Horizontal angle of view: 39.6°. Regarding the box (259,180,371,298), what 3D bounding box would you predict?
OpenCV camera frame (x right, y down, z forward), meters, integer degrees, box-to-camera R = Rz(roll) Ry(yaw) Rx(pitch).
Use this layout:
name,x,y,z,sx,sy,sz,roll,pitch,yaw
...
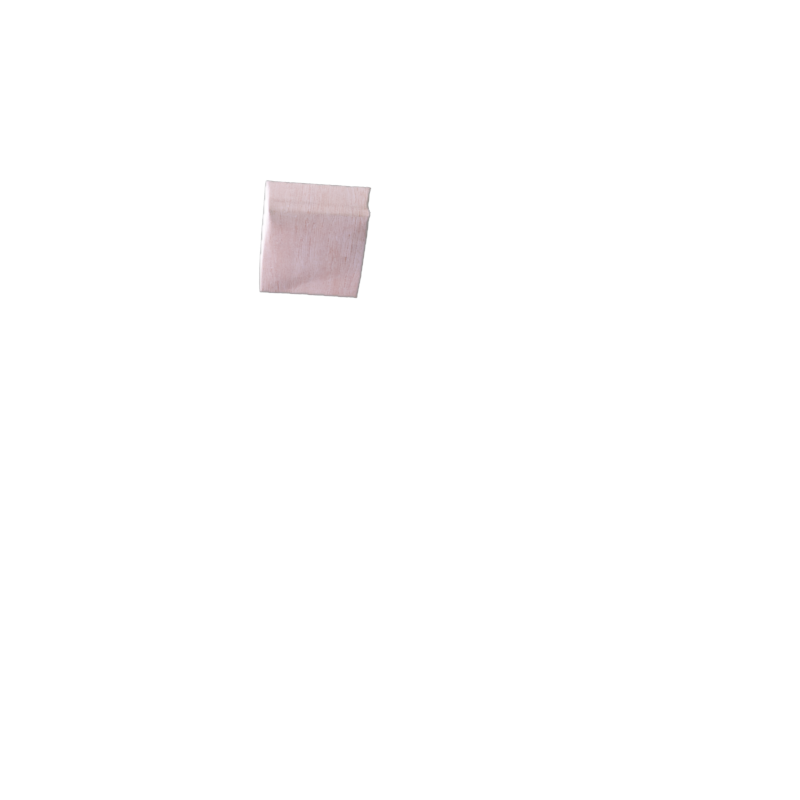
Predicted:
name,x,y,z,sx,sy,sz,roll,pitch,yaw
box,-0.075,-0.137,0.956,0.089,0.042,0.107,4,-35,-6
